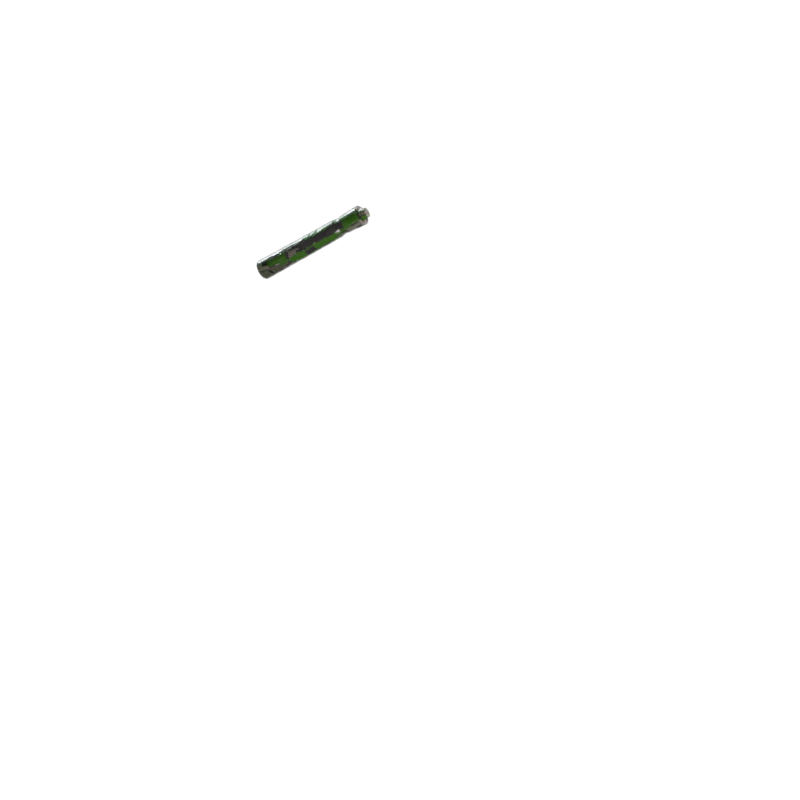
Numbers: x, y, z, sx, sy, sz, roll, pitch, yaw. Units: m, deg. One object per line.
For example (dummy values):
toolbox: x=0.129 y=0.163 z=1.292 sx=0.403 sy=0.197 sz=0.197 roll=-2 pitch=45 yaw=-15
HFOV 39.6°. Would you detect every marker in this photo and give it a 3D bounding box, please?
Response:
marker: x=-0.078 y=-0.142 z=0.994 sx=0.121 sy=0.020 sz=0.019 roll=-24 pitch=-8 yaw=28
